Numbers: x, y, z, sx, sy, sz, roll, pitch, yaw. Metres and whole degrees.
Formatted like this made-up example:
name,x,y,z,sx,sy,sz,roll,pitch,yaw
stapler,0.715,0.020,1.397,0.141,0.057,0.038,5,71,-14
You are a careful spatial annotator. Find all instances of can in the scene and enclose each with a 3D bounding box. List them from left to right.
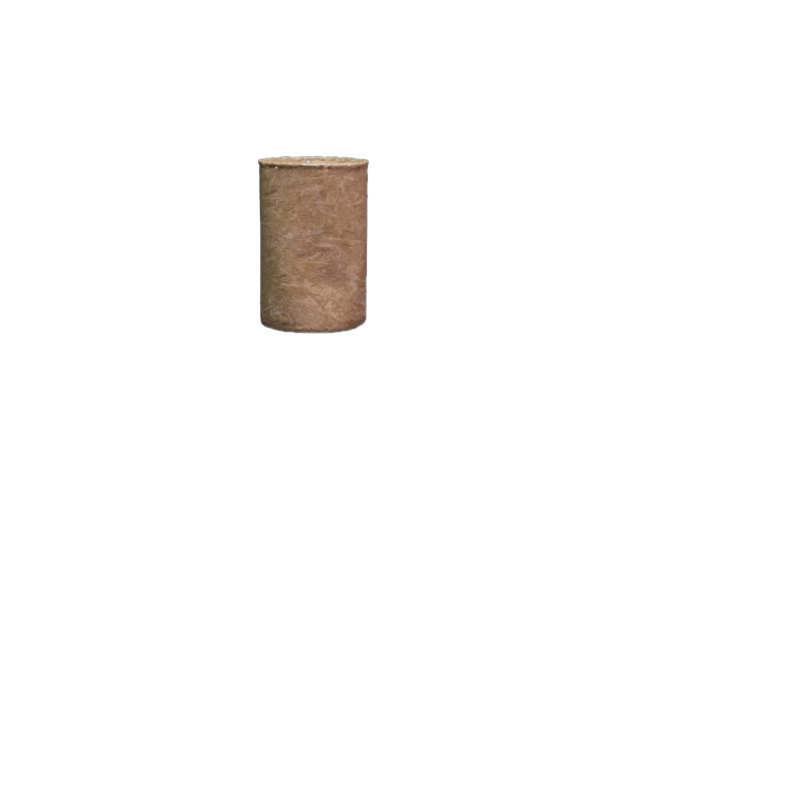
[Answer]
name,x,y,z,sx,sy,sz,roll,pitch,yaw
can,-0.053,-0.098,0.683,0.068,0.100,0.070,0,11,-2
